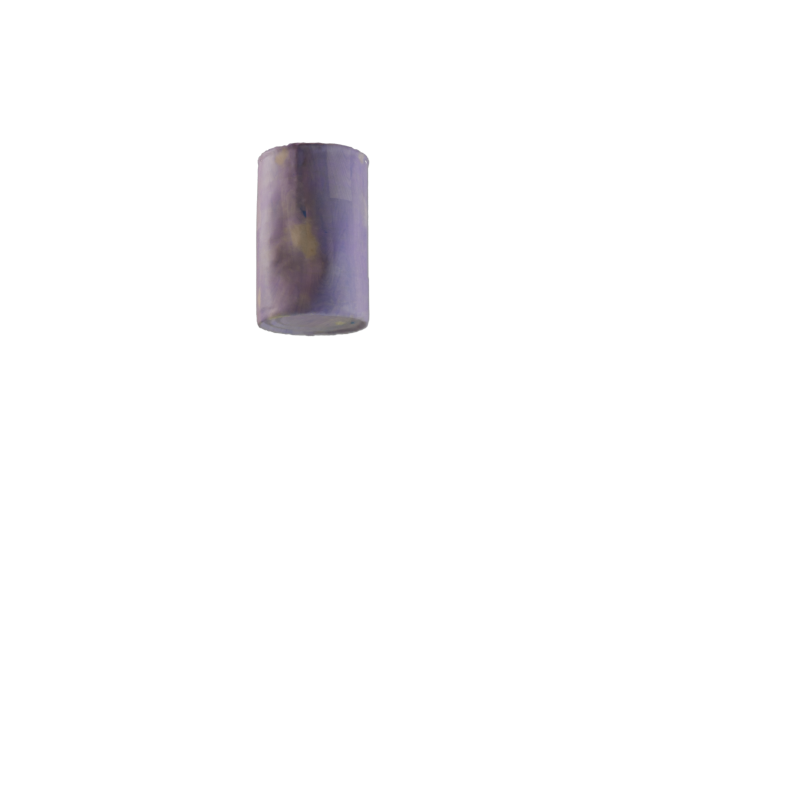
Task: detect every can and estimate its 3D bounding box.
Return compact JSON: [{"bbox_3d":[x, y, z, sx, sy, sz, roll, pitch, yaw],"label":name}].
[{"bbox_3d":[-0.052,-0.094,0.659,0.068,0.106,0.066,0,-13,-2],"label":"can"}]
